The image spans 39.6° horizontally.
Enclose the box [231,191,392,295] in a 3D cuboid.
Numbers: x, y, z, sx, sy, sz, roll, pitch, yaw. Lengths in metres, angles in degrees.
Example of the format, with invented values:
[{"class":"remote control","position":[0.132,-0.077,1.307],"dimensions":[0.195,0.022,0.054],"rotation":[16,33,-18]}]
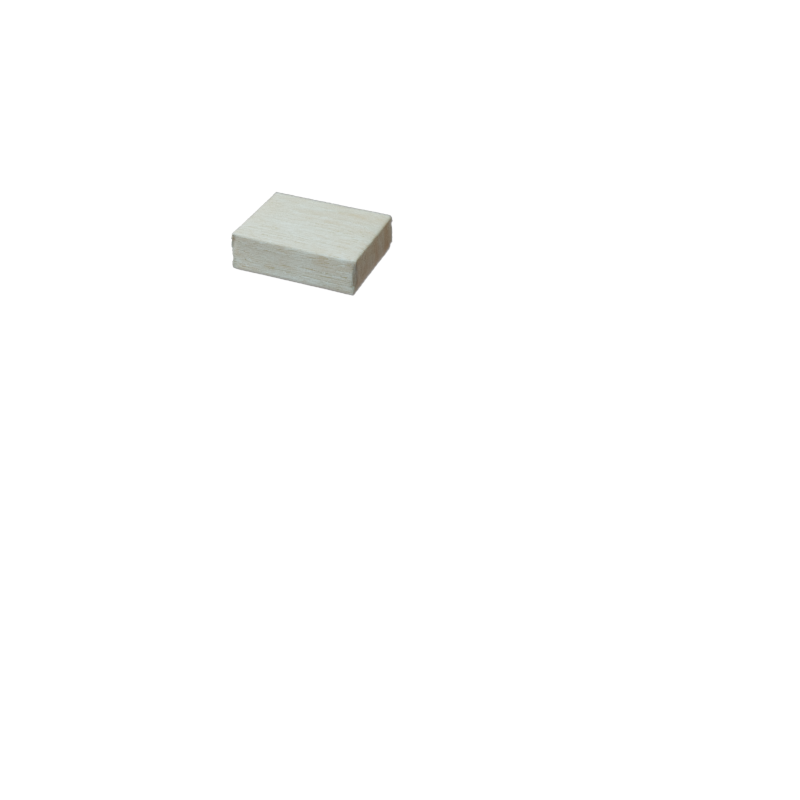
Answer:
[{"class":"box","position":[-0.073,-0.134,0.936],"dimensions":[0.117,0.037,0.092],"rotation":[12,34,18]}]
